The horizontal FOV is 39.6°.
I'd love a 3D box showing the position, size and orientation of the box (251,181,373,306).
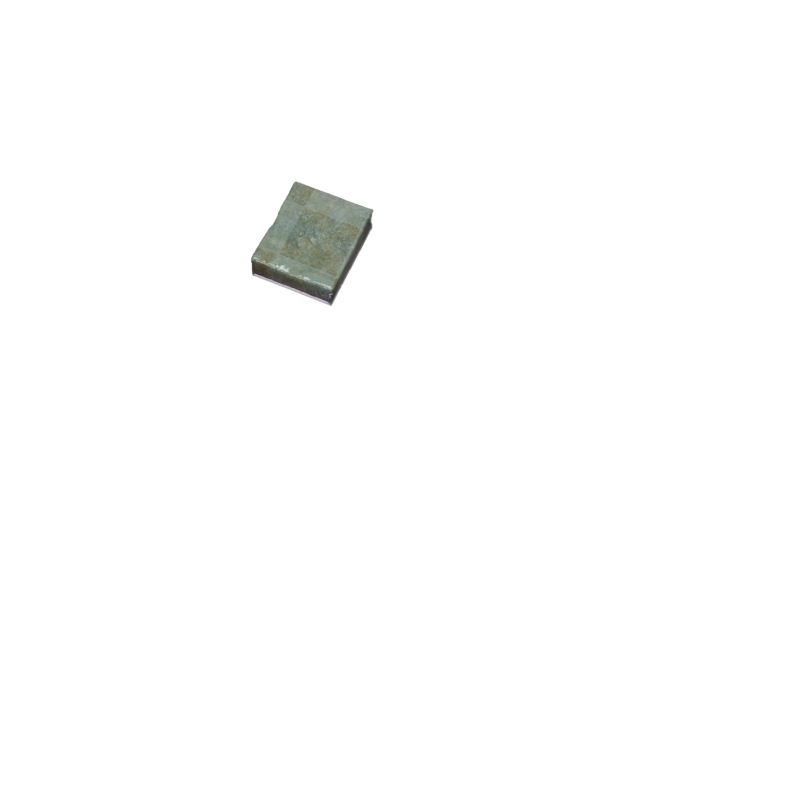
[{"bbox_3d":[-0.072,-0.131,0.916,0.075,0.093,0.028,21,-28,11],"label":"box"}]
